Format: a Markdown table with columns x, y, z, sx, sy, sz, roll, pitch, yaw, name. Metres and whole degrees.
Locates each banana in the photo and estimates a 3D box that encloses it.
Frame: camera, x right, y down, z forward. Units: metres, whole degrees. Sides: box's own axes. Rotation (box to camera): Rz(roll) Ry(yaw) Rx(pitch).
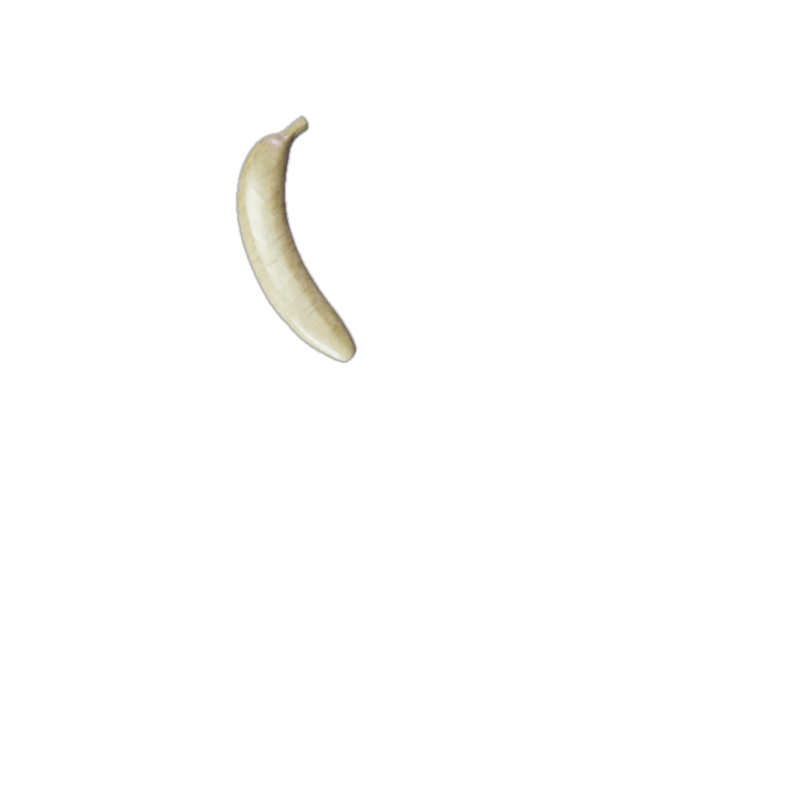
| x | y | z | sx | sy | sz | roll | pitch | yaw | name |
| --- | --- | --- | --- | --- | --- | --- | --- | --- | --- |
| -0.086 | -0.122 | 0.853 | 0.069 | 0.203 | 0.036 | -11 | -10 | -3 | banana |
